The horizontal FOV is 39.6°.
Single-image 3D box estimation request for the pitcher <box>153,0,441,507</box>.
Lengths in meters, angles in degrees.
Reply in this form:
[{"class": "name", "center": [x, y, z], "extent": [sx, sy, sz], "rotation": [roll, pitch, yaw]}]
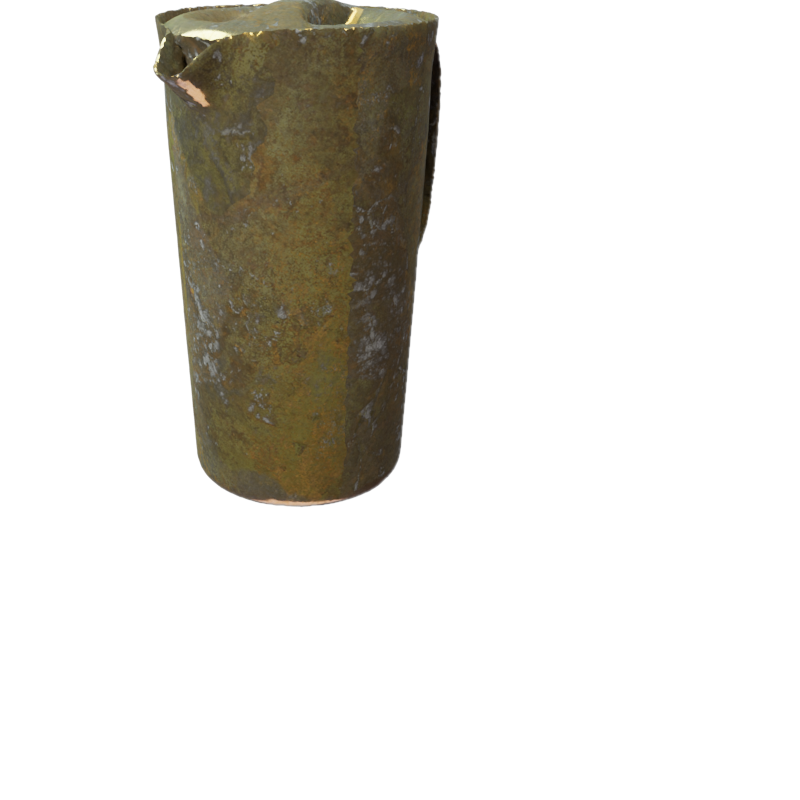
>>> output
[{"class": "pitcher", "center": [-0.044, -0.080, 0.563], "extent": [0.148, 0.233, 0.152], "rotation": [-1, 20, -7]}]
